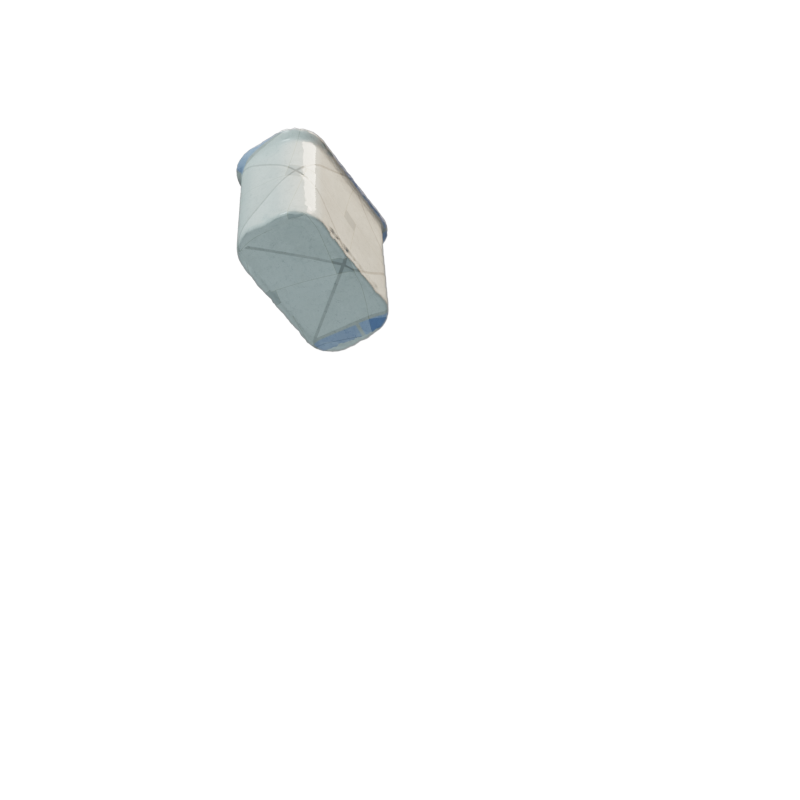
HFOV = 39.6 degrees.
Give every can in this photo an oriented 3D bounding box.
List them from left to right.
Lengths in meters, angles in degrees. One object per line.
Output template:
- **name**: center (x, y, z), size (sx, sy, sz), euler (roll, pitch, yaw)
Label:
- **can**: center (-0.049, -0.090, 0.627), size (0.057, 0.095, 0.090), euler (-28, 35, 19)
